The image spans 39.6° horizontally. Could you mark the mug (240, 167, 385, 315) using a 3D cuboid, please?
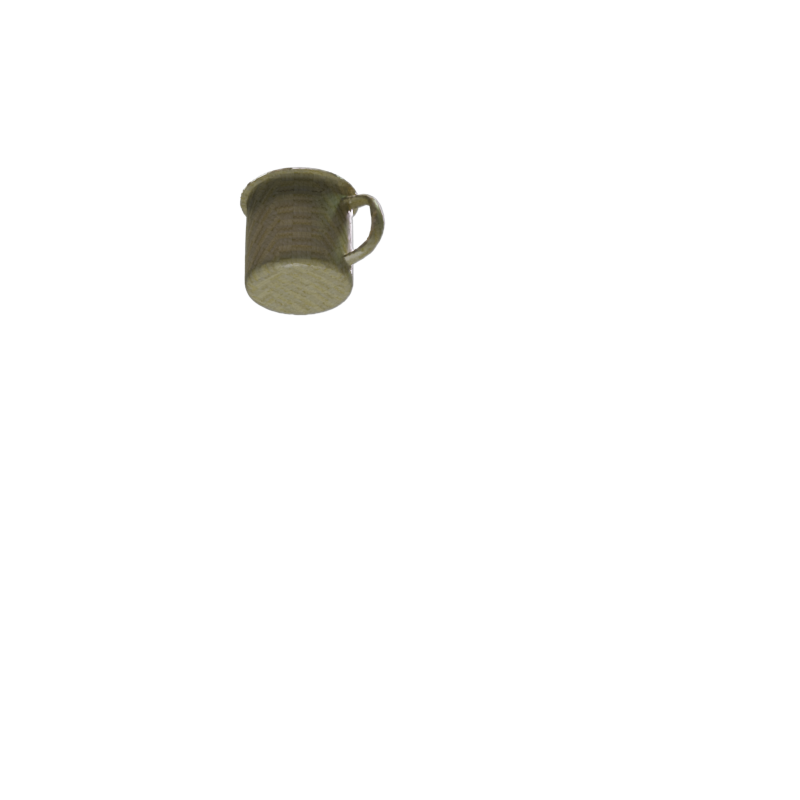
[{"bbox_3d":[-0.066,-0.119,0.837,0.119,0.087,0.086,-13,-30,21],"label":"mug"}]
